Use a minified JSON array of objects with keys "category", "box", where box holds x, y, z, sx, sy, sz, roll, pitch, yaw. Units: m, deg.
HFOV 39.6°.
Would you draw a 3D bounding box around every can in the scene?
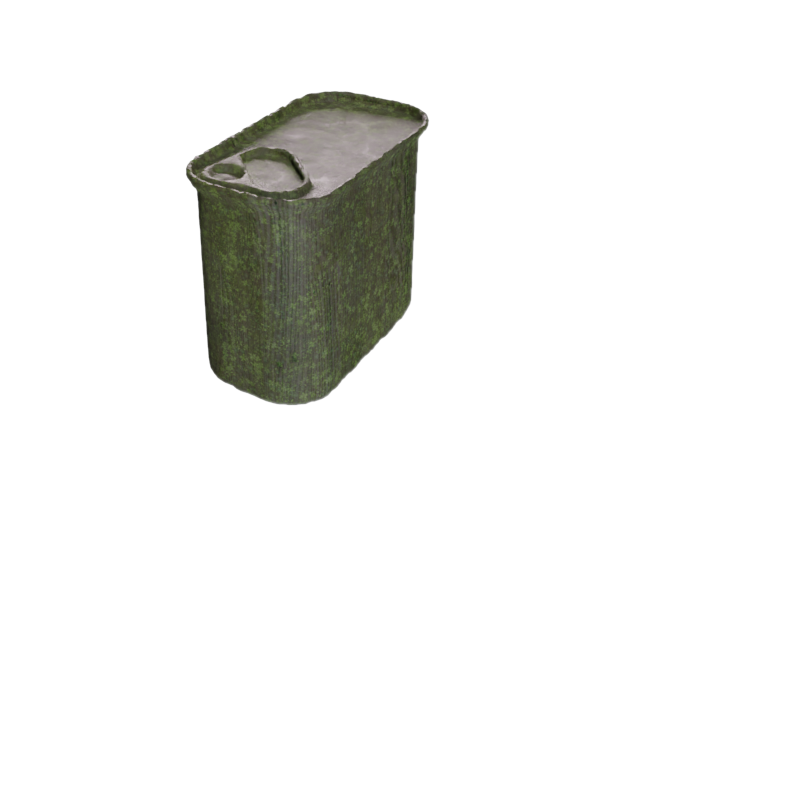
[{"category":"can","box":[-0.033,-0.060,0.419,0.060,0.079,0.104,16,35,22]}]
